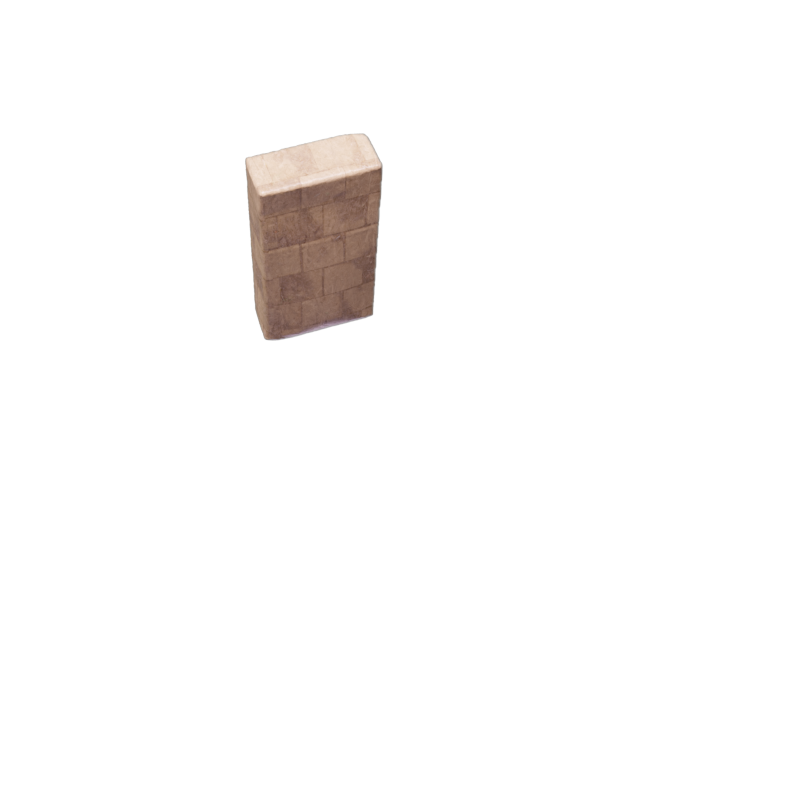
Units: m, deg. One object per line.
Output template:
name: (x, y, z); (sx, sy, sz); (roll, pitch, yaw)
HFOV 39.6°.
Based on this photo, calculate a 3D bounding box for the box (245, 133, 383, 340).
box: (-0.066, -0.120, 0.840); (0.092, 0.052, 0.164); (-14, -36, -14)
